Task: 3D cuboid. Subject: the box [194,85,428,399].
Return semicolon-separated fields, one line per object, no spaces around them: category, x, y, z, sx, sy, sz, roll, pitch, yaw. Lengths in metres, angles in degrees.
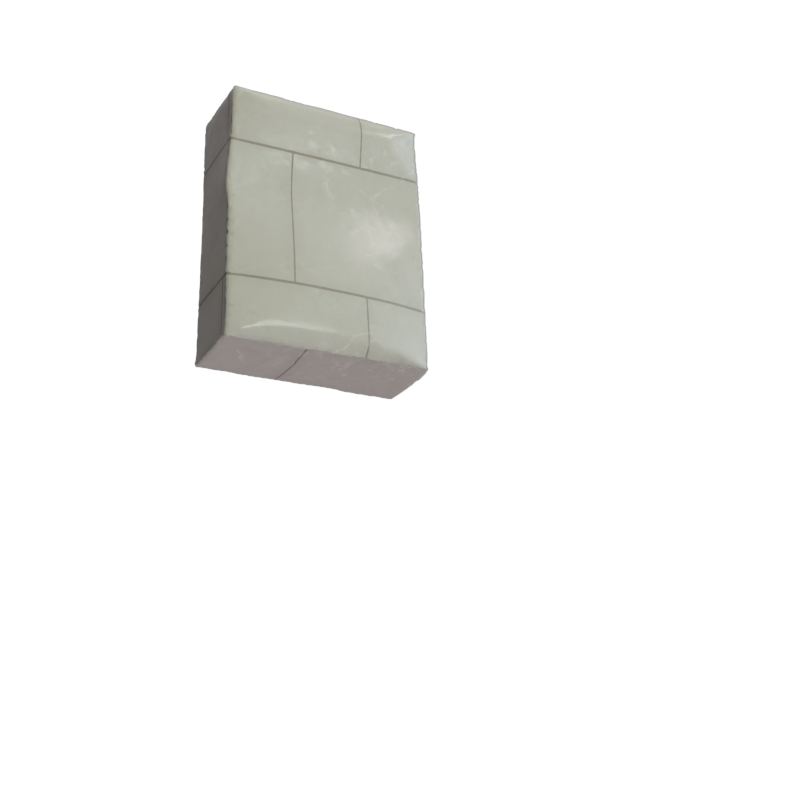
box;-0.066;-0.121;0.848;0.158;0.227;0.070;10;-29;-23
